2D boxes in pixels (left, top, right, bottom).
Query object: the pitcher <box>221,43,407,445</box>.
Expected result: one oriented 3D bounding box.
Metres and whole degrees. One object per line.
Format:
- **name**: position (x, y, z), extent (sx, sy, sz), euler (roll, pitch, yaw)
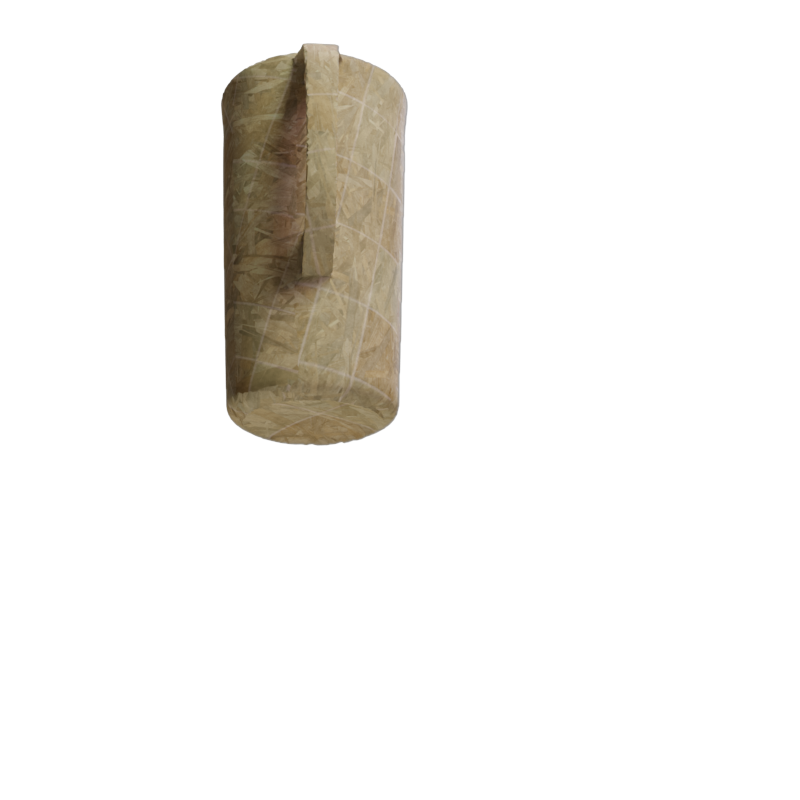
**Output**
- **pitcher**: position (-0.057, -0.104, 0.731), extent (0.146, 0.257, 0.139), euler (-20, -31, 34)
